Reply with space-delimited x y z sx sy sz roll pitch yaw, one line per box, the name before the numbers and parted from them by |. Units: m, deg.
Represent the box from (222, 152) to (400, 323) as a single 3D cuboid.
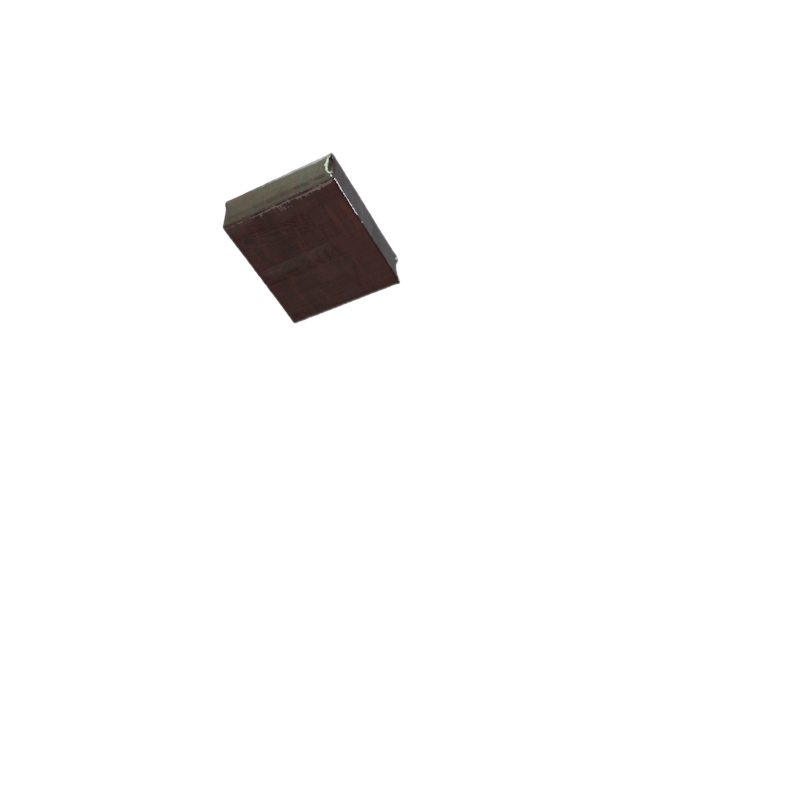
box | -0.052 -0.094 0.659 0.073 0.083 0.032 -22 38 18
